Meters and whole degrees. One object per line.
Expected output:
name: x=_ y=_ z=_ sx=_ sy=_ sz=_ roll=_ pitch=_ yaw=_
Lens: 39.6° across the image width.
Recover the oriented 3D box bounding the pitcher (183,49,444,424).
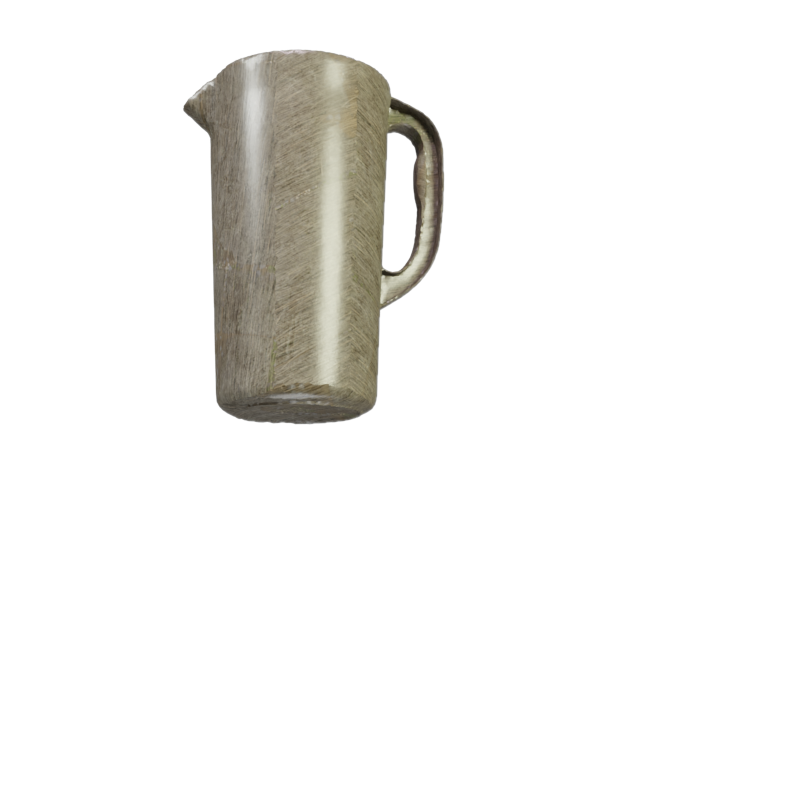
pitcher: x=-0.061 y=-0.111 z=0.776 sx=0.152 sy=0.253 sz=0.136 roll=-10 pitch=-17 yaw=29
